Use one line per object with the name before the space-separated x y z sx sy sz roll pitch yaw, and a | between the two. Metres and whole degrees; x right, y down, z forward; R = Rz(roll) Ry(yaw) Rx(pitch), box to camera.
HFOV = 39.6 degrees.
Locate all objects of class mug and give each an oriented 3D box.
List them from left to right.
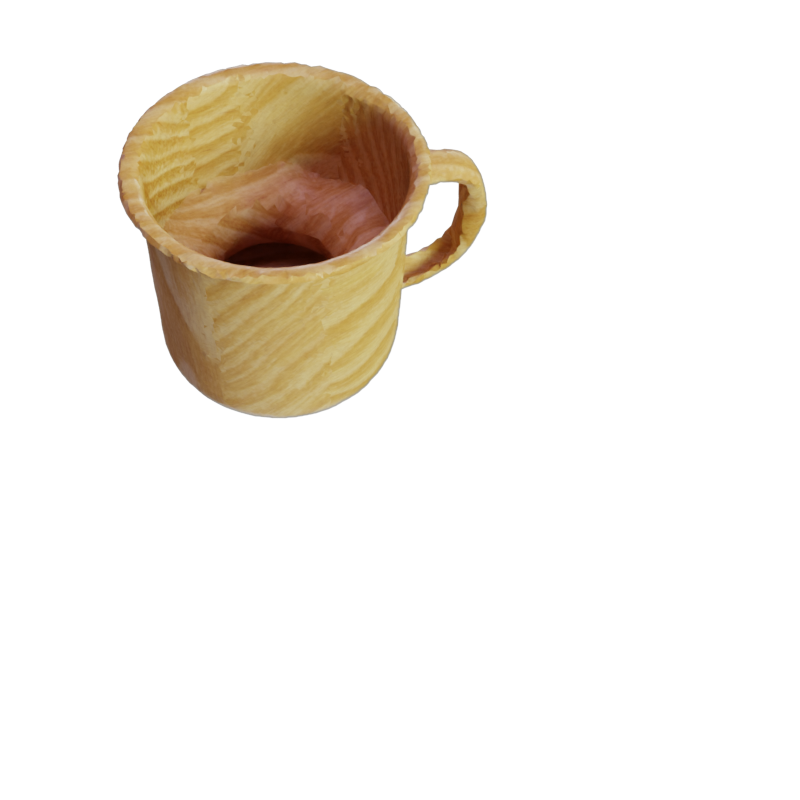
mug | -0.028 -0.051 0.361 0.116 0.101 0.076 -15 -36 -13
